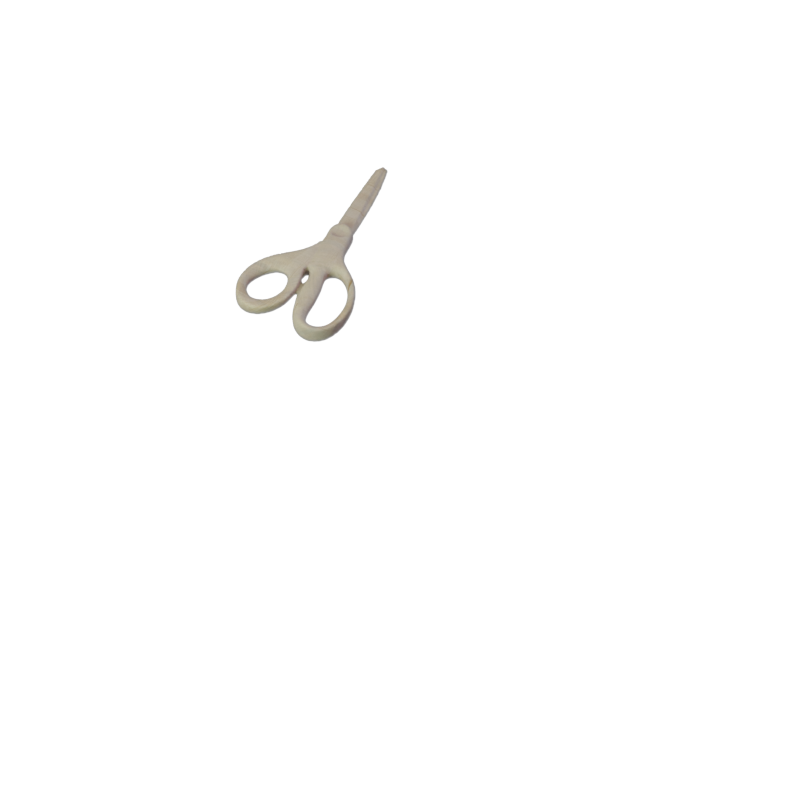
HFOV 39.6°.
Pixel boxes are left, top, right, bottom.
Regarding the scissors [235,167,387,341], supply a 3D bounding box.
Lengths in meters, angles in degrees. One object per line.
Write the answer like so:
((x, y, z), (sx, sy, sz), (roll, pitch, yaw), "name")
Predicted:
((-0.066, -0.121, 0.847), (0.097, 0.015, 0.215), (4, 45, 3), "scissors")
